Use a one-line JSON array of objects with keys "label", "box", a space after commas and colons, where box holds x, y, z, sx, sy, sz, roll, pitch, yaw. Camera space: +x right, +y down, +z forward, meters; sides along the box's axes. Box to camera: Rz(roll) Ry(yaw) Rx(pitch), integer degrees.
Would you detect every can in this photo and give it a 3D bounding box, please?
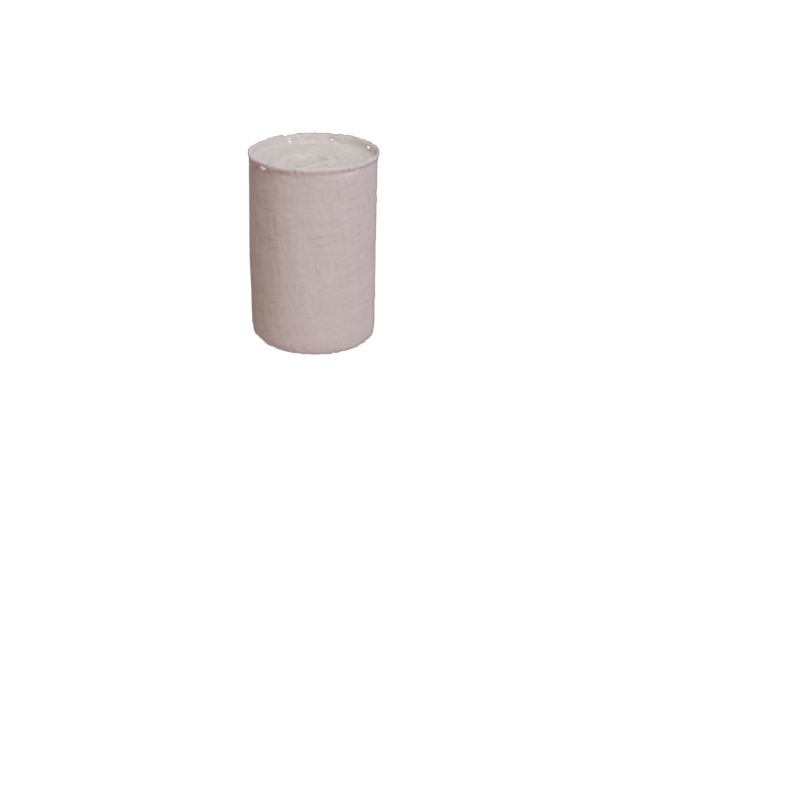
[{"label": "can", "box": [-0.046, -0.084, 0.588, 0.068, 0.097, 0.072, 0, 24, -2]}]
